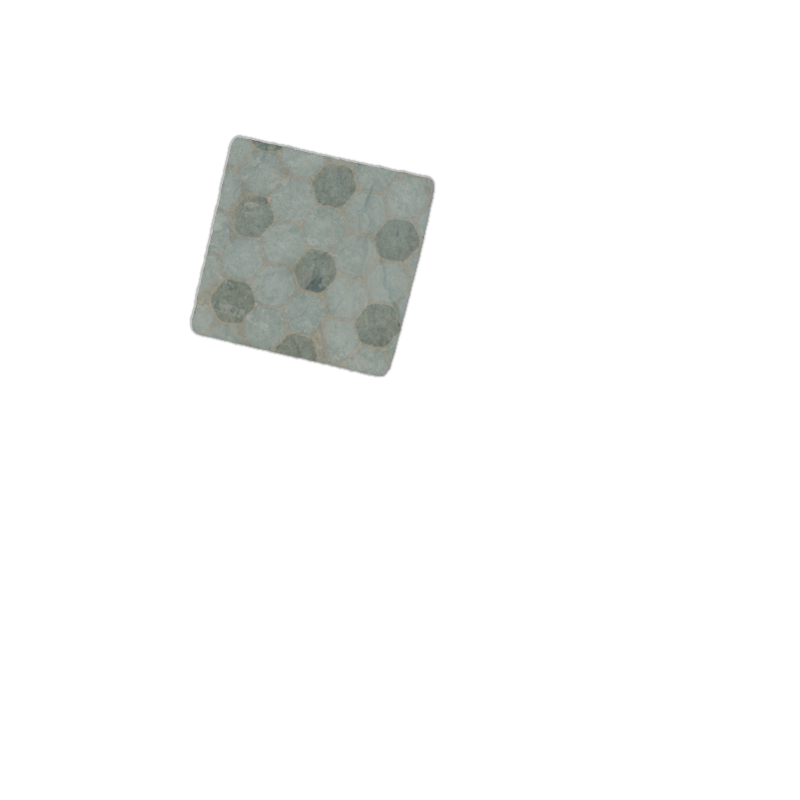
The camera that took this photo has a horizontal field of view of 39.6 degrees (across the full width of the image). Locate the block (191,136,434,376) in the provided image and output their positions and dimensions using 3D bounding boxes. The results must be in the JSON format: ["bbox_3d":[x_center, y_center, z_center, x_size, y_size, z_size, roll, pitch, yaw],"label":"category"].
[{"bbox_3d":[-0.045,-0.081,0.575,0.090,0.089,0.210,13,9,-6],"label":"block"}]
